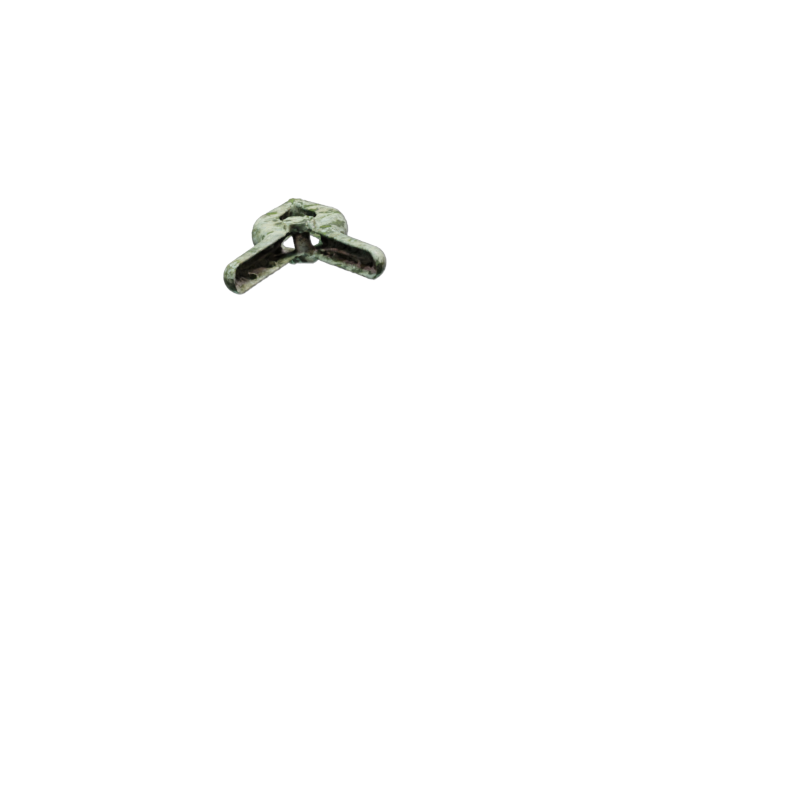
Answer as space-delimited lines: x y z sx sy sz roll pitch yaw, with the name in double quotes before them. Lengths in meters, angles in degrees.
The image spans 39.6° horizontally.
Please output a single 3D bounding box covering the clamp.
"clamp" -0.069 -0.126 0.884 0.121 0.037 0.180 1 28 2
